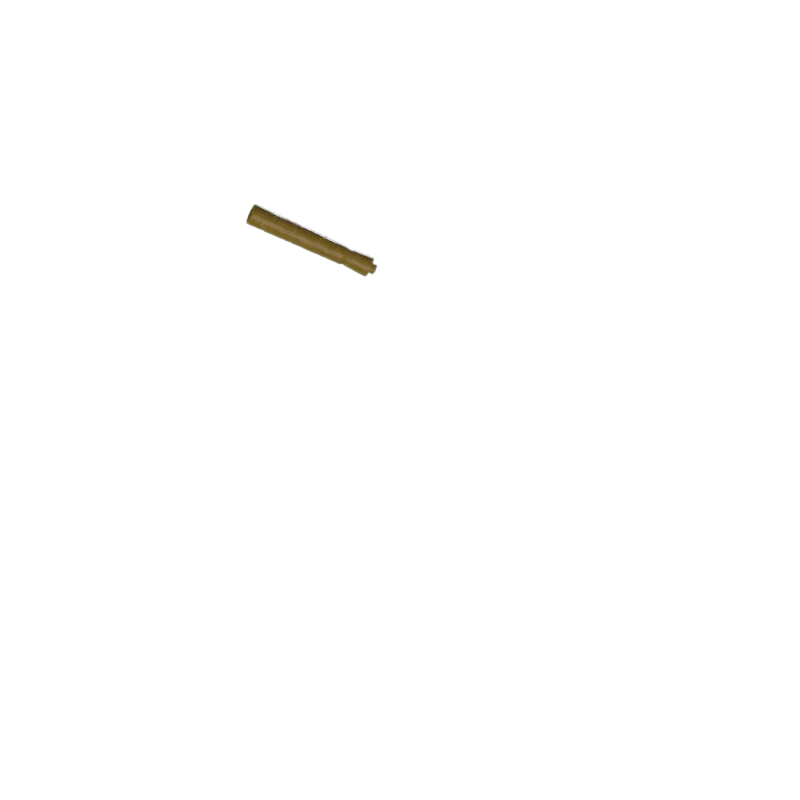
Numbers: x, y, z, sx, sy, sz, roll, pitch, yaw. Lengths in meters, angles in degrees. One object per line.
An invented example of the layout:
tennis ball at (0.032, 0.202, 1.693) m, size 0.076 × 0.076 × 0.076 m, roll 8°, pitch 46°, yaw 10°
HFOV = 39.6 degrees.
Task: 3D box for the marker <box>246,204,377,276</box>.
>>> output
marker at (-0.075, -0.137, 0.963) m, size 0.118 × 0.020 × 0.020 m, roll 23°, pitch -2°, yaw -11°
